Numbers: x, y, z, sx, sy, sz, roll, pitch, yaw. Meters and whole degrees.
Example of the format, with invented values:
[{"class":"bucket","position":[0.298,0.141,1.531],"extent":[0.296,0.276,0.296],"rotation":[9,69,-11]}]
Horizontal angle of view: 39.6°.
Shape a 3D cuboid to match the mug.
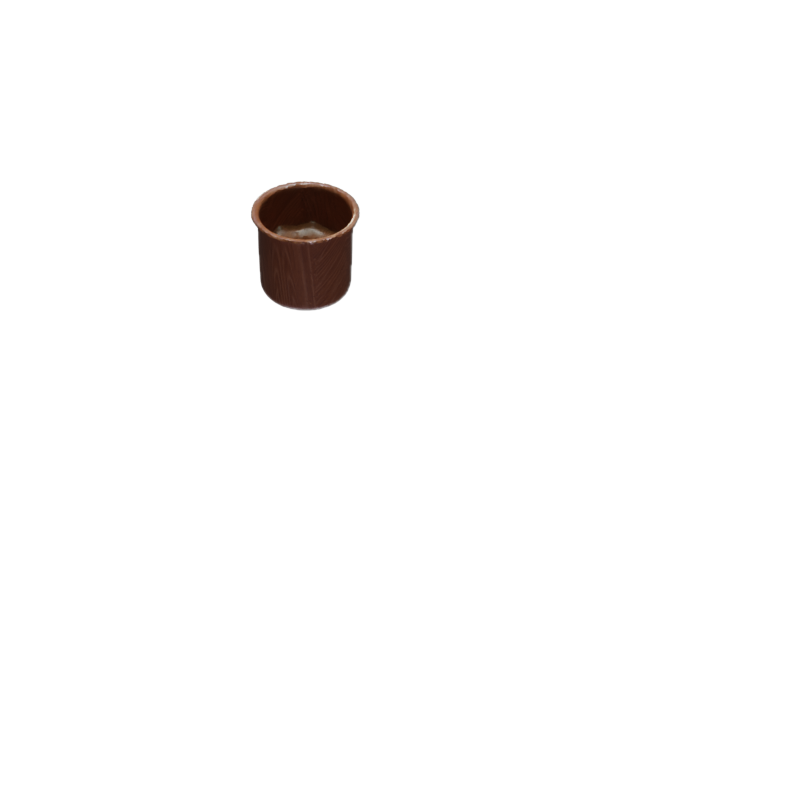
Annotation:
[{"class":"mug","position":[-0.077,-0.140,0.978],"extent":[0.098,0.076,0.120],"rotation":[23,45,23]}]
